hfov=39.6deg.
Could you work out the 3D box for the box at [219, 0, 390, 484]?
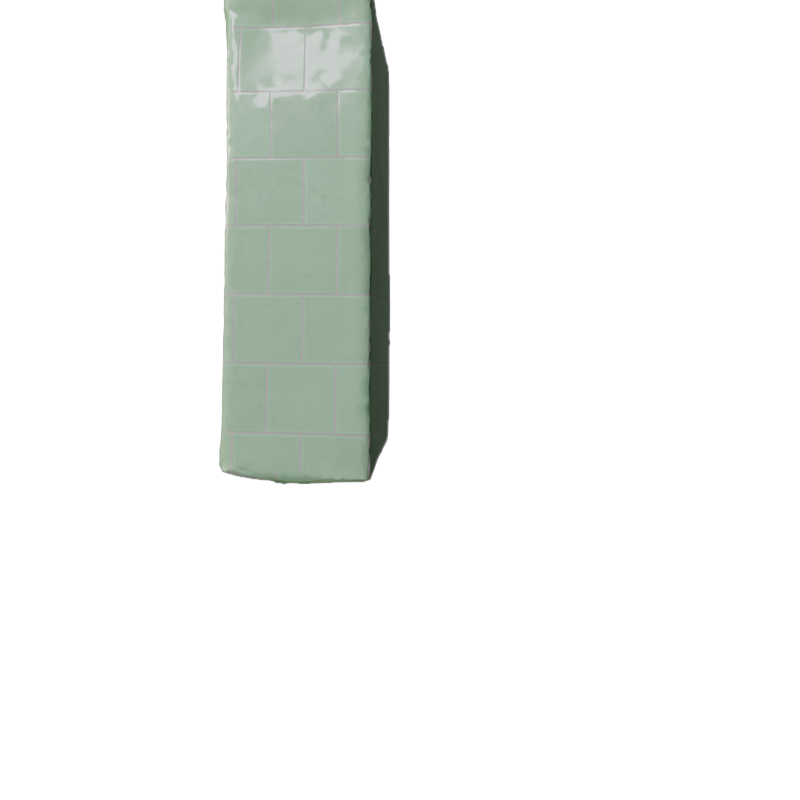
[{"bbox_3d":[-0.042,-0.077,0.538,0.072,0.216,0.162,-1,-2,3],"label":"box"}]
